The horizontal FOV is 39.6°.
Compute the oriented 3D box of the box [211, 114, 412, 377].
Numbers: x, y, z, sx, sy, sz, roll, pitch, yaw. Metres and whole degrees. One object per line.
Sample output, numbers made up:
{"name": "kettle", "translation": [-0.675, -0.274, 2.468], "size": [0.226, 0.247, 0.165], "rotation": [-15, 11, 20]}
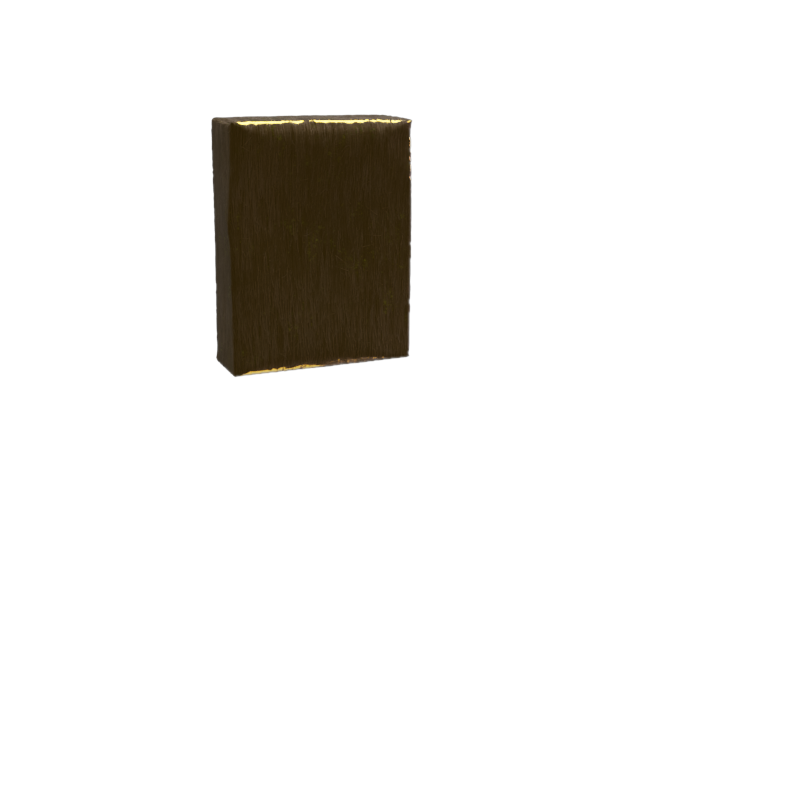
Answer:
{"name": "box", "translation": [-0.075, -0.136, 0.954], "size": [0.160, 0.209, 0.075], "rotation": [-4, 12, -20]}
